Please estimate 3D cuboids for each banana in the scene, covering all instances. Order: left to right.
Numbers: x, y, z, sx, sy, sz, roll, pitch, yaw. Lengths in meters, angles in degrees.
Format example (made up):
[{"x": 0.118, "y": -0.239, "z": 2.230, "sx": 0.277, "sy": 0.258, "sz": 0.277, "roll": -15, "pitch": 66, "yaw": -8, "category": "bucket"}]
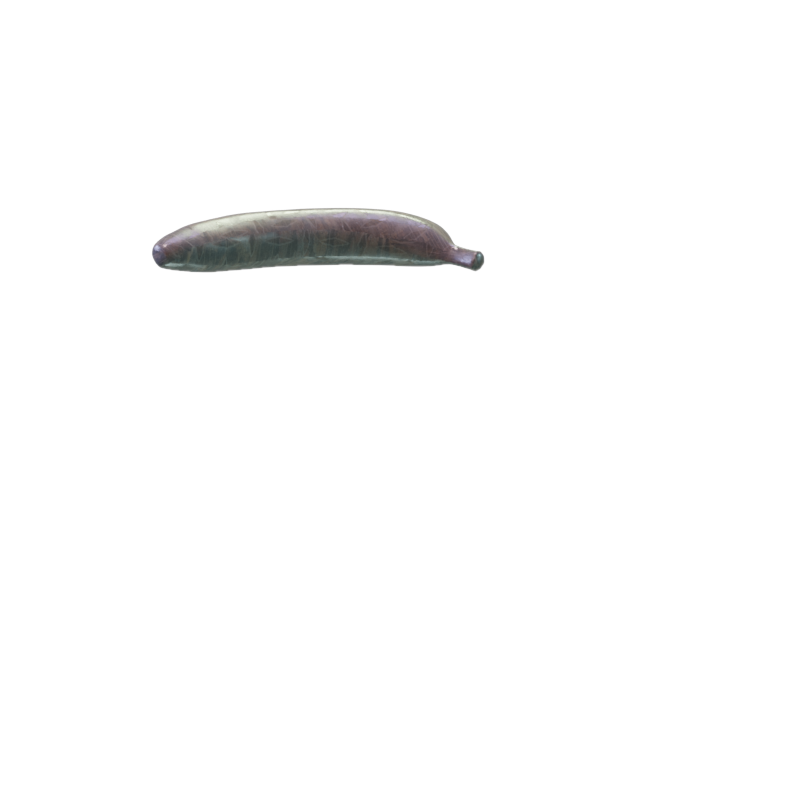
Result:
[{"x": -0.053, "y": -0.098, "z": 0.676, "sx": 0.195, "sy": 0.036, "sz": 0.072, "roll": -3, "pitch": 11, "yaw": -12, "category": "banana"}]
